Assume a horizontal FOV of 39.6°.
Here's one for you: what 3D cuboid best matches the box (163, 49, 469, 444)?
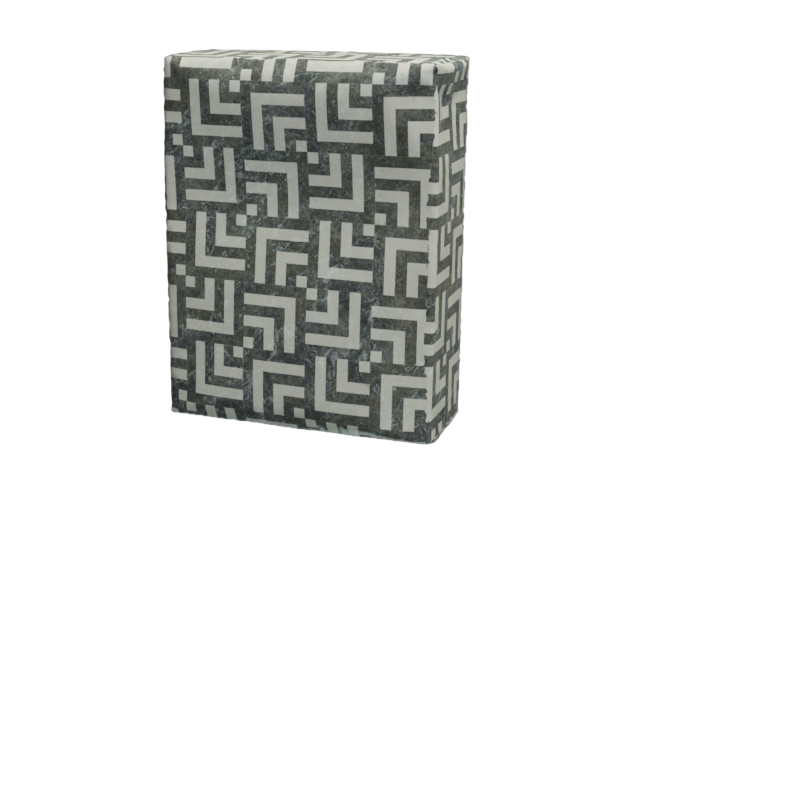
[{"bbox_3d":[-0.050,-0.091,0.638,0.169,0.207,0.072,6,15,19],"label":"box"}]
